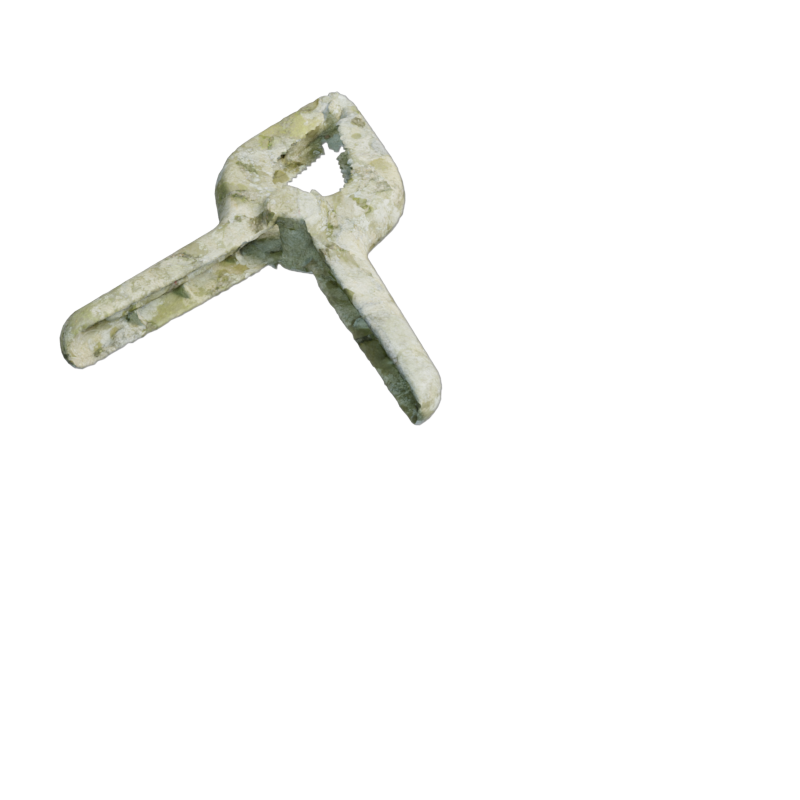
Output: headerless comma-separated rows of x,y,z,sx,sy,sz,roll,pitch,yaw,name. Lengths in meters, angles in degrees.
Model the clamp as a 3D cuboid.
-0.041,-0.075,0.526,0.169,0.034,0.220,13,47,12,clamp
